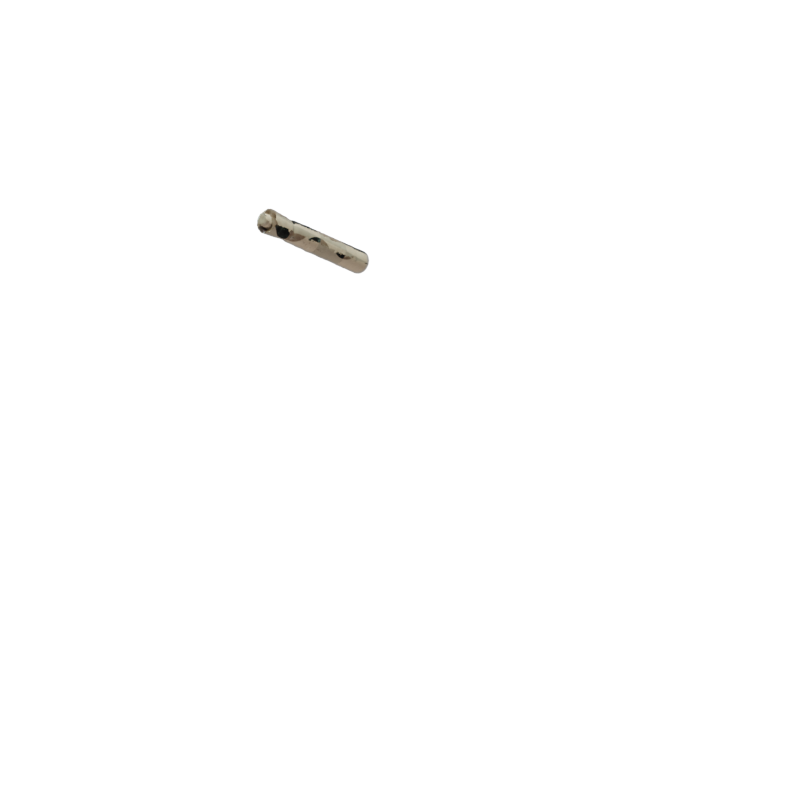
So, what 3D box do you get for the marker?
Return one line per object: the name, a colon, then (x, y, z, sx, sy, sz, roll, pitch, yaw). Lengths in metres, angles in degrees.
marker: (-0.066, -0.120, 0.843, 0.021, 0.020, 0.114, 3, -9, 38)
